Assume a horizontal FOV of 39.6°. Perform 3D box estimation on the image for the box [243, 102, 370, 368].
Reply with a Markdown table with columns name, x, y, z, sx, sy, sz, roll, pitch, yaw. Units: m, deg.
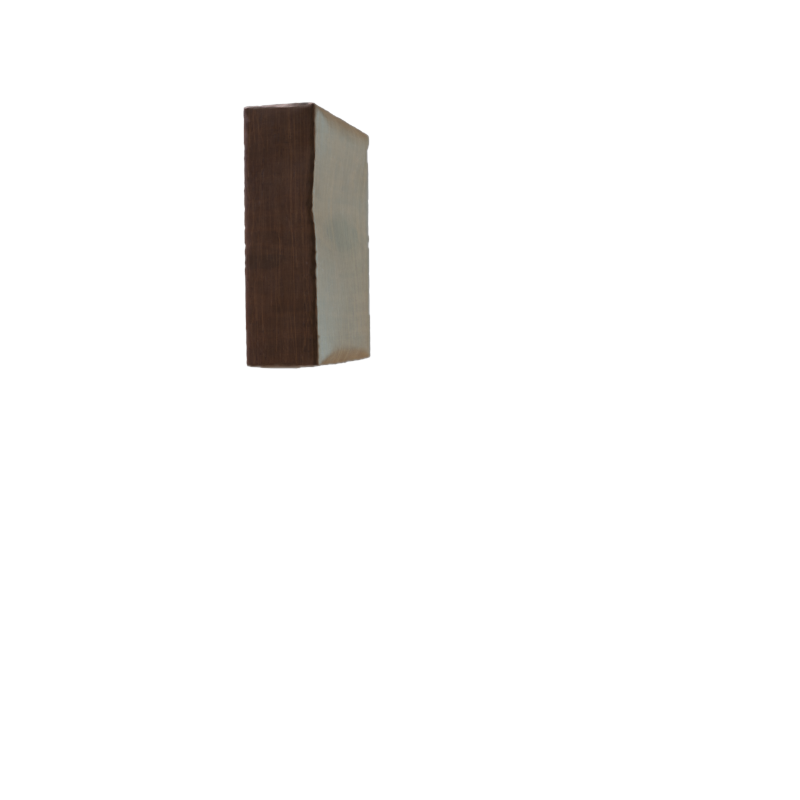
| name | x | y | z | sx | sy | sz | roll | pitch | yaw |
| --- | --- | --- | --- | --- | --- | --- | --- | --- | --- |
| box | -0.075 | -0.137 | 0.962 | 0.073 | 0.216 | 0.160 | -1 | -2 | 15 |
